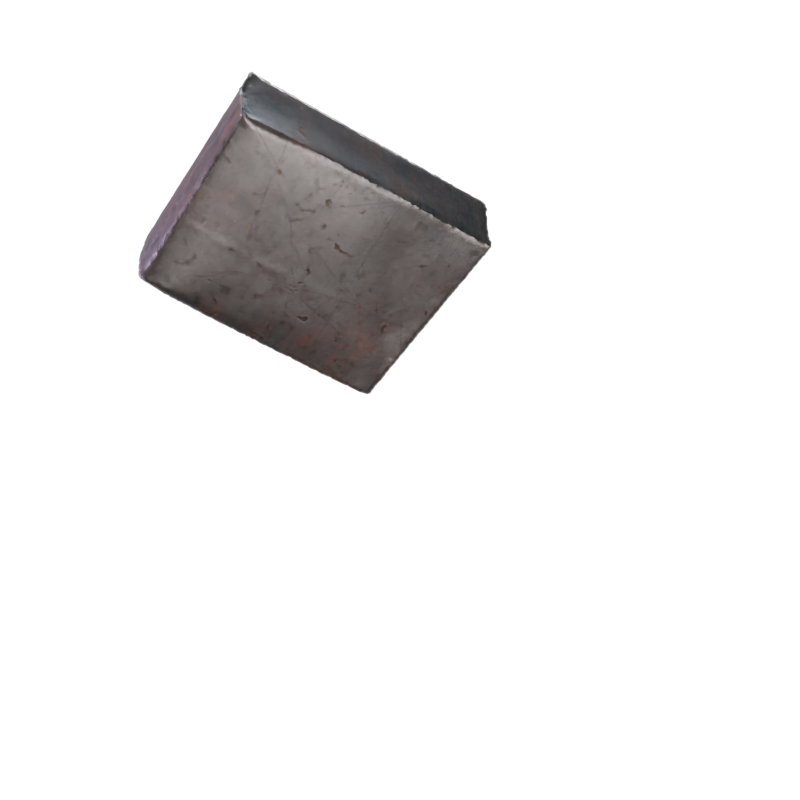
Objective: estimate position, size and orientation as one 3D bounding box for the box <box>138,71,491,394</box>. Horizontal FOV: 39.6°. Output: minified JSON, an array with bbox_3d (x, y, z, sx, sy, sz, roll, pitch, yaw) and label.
[{"bbox_3d":[-0.035,-0.063,0.441,0.109,0.087,0.042,27,31,-18],"label":"box"}]
